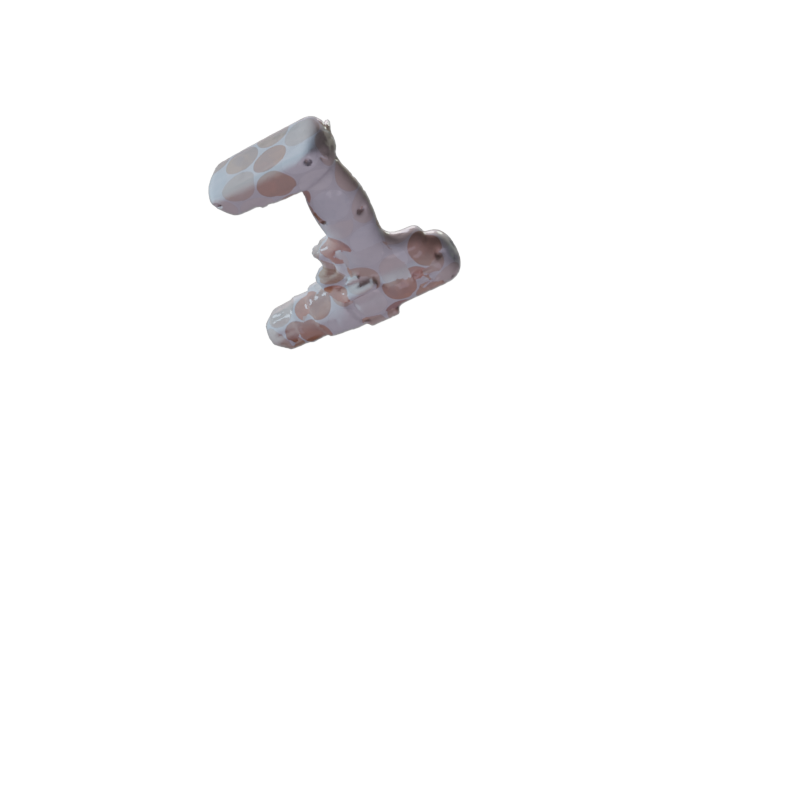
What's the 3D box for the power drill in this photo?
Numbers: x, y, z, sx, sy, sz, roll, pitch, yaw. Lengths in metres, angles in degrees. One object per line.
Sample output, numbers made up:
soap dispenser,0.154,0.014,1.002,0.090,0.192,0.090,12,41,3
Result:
power drill,-0.070,-0.128,0.899,0.185,0.062,0.174,-25,-50,22
